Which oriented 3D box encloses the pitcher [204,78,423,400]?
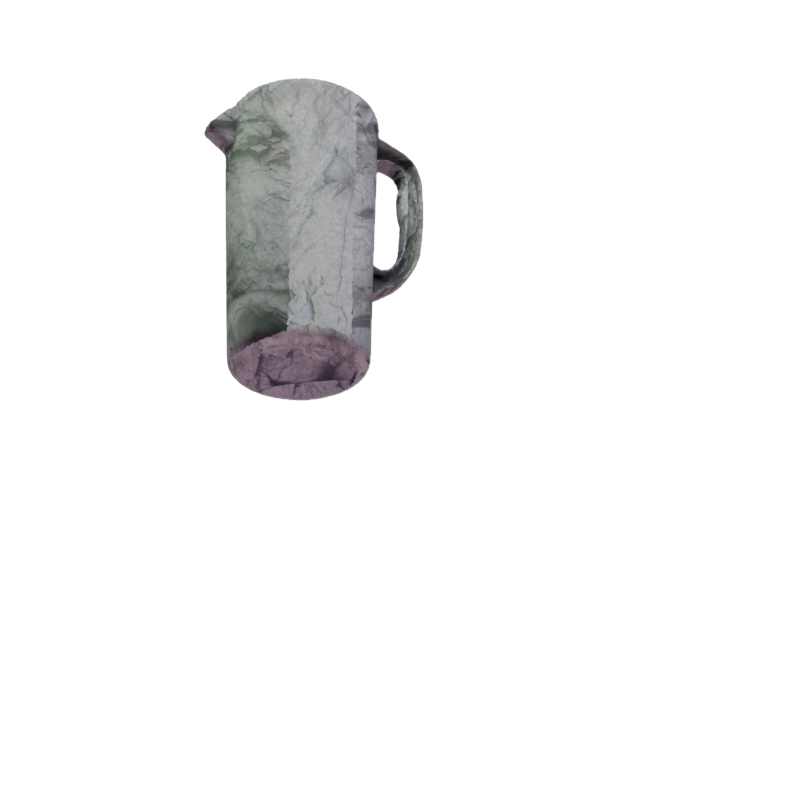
[{"bbox_3d":[-0.070,-0.127,0.893,0.151,0.259,0.134,-15,-33,20],"label":"pitcher"}]
